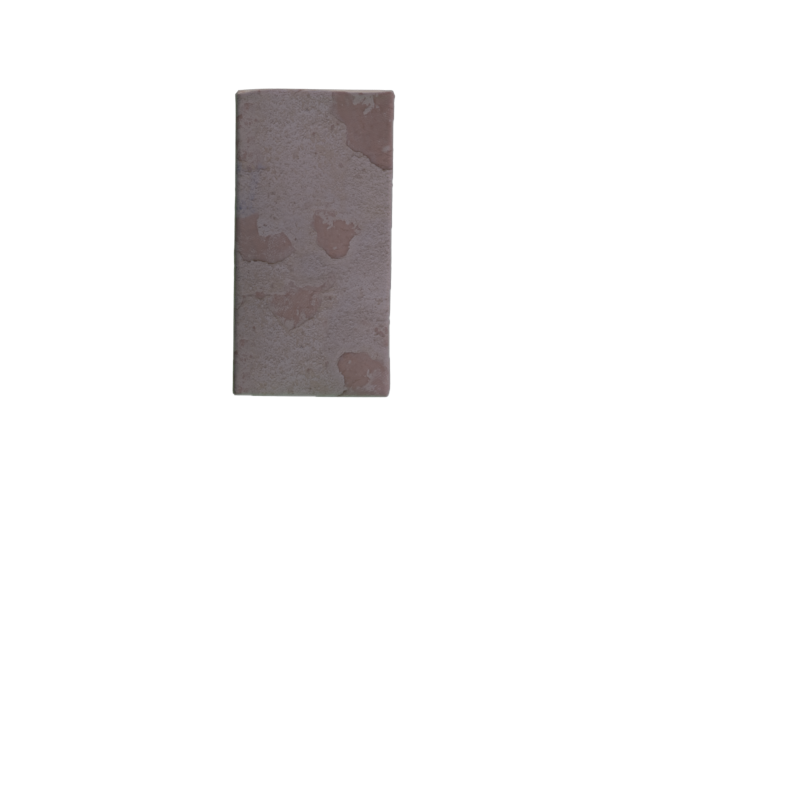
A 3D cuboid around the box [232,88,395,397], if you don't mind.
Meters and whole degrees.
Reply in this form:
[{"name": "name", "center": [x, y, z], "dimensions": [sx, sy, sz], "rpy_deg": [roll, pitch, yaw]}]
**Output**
[{"name": "box", "center": [-0.051, -0.092, 0.647], "dimensions": [0.093, 0.174, 0.049], "rpy_deg": [0, 6, -1]}]
